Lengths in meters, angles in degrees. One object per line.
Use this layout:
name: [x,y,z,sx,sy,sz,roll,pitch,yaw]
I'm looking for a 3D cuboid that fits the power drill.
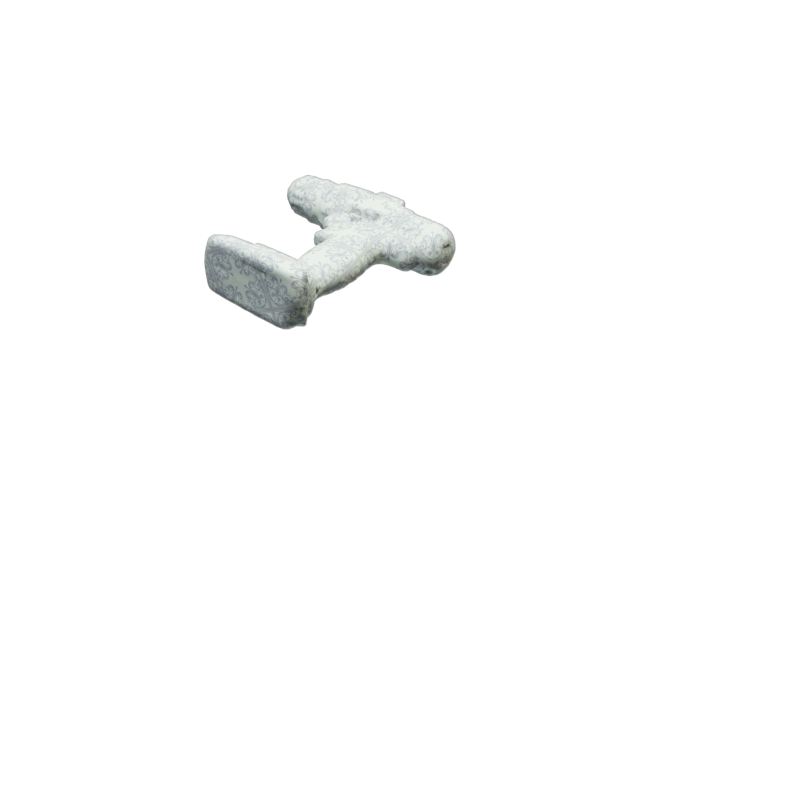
power drill: [-0.074,-0.135,0.949,0.196,0.054,0.187,26,40,35]
